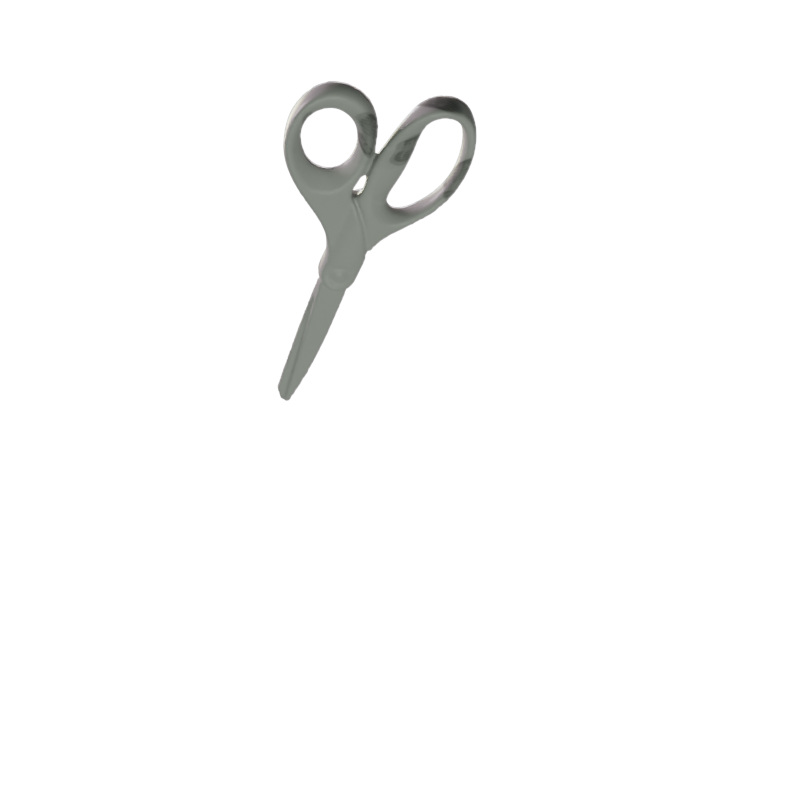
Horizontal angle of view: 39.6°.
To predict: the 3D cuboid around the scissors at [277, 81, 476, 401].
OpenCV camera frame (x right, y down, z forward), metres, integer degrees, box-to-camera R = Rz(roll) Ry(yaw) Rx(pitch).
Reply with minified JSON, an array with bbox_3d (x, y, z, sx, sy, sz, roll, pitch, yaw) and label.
[{"bbox_3d":[-0.043,-0.078,0.544,0.092,0.017,0.197,29,-55,-23],"label":"scissors"}]
